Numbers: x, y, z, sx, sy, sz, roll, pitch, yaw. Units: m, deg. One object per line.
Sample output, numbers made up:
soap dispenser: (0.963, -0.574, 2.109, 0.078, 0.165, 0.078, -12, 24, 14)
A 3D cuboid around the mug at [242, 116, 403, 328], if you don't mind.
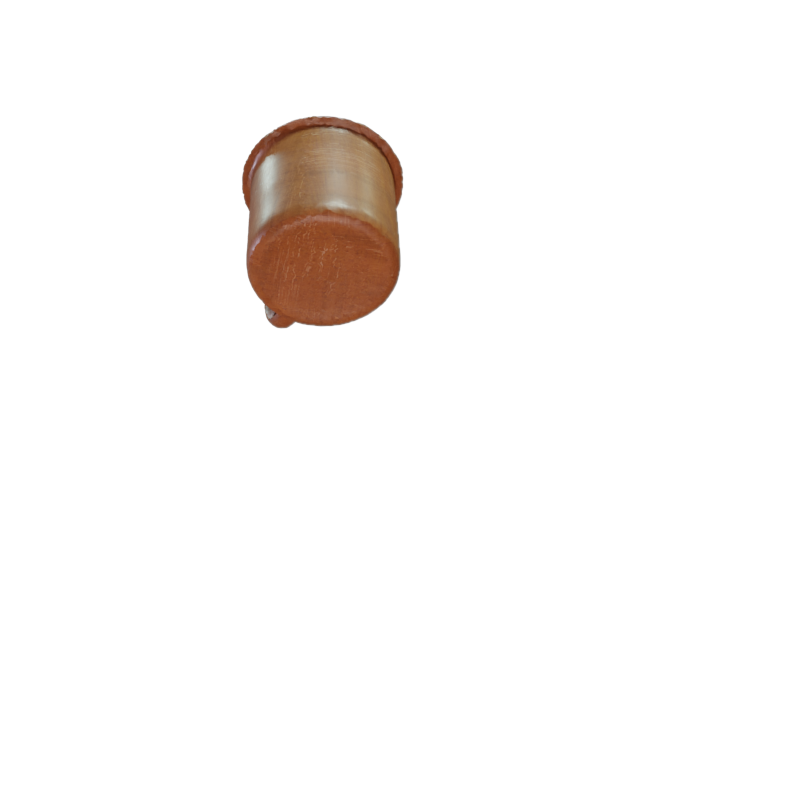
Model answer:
mug: (-0.048, -0.088, 0.614, 0.090, 0.087, 0.113, 21, -52, -20)
